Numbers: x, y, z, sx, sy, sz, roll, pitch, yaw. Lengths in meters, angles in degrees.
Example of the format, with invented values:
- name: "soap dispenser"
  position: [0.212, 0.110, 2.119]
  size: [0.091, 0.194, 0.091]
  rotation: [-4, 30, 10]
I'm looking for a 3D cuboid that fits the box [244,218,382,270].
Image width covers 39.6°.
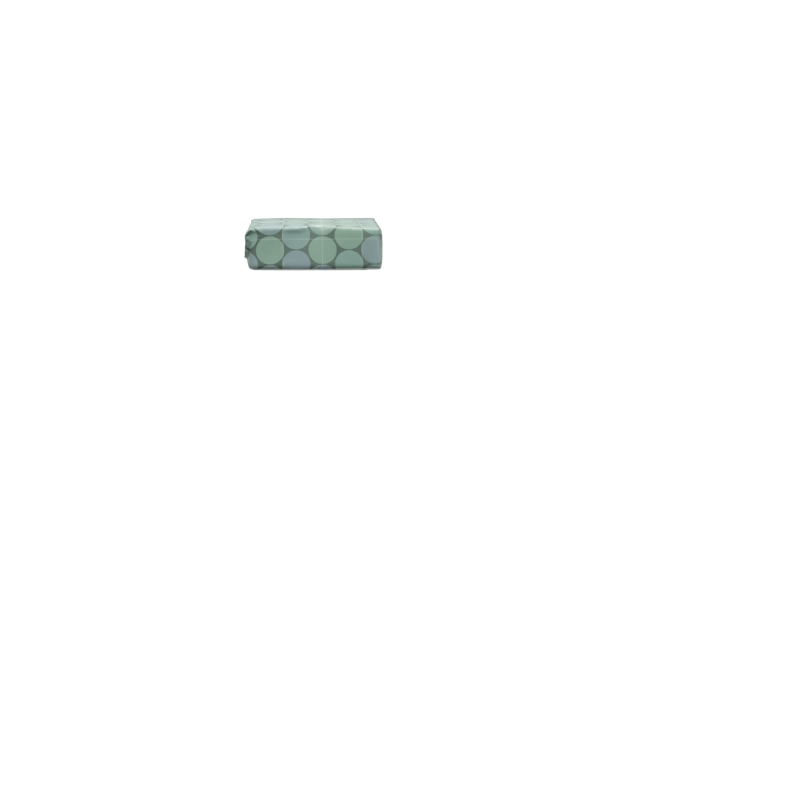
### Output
- name: "box"
  position: [-0.059, -0.106, 0.746]
  size: [0.089, 0.029, 0.075]
  rotation: [0, 13, -2]
